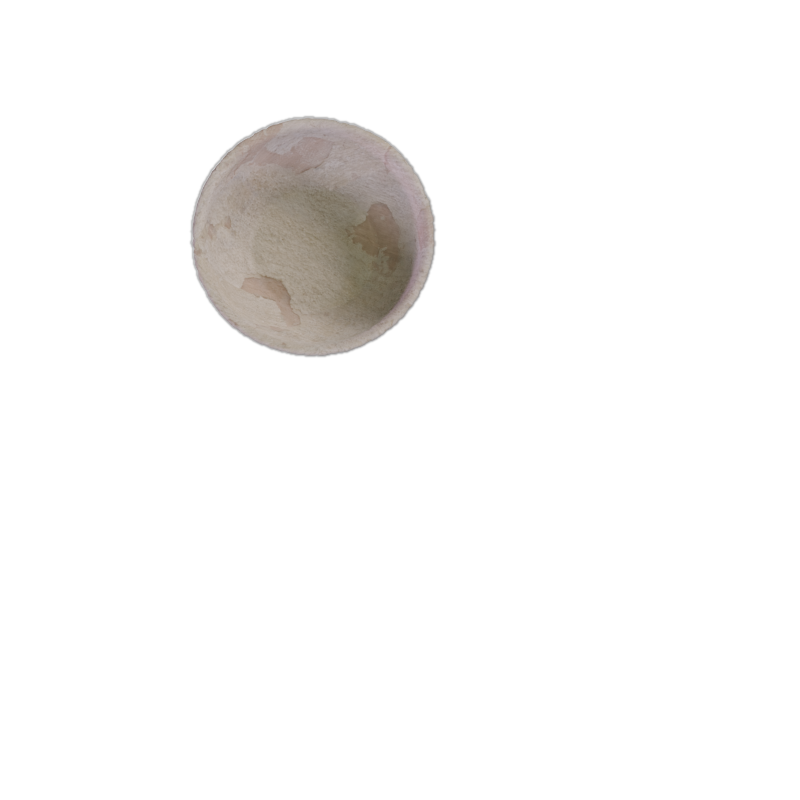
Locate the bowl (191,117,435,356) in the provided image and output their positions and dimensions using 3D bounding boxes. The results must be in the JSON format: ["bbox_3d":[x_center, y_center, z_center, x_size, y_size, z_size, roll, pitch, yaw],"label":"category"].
[{"bbox_3d":[-0.059,-0.108,0.759,0.162,0.166,0.054,0,-10,-1],"label":"bowl"}]
